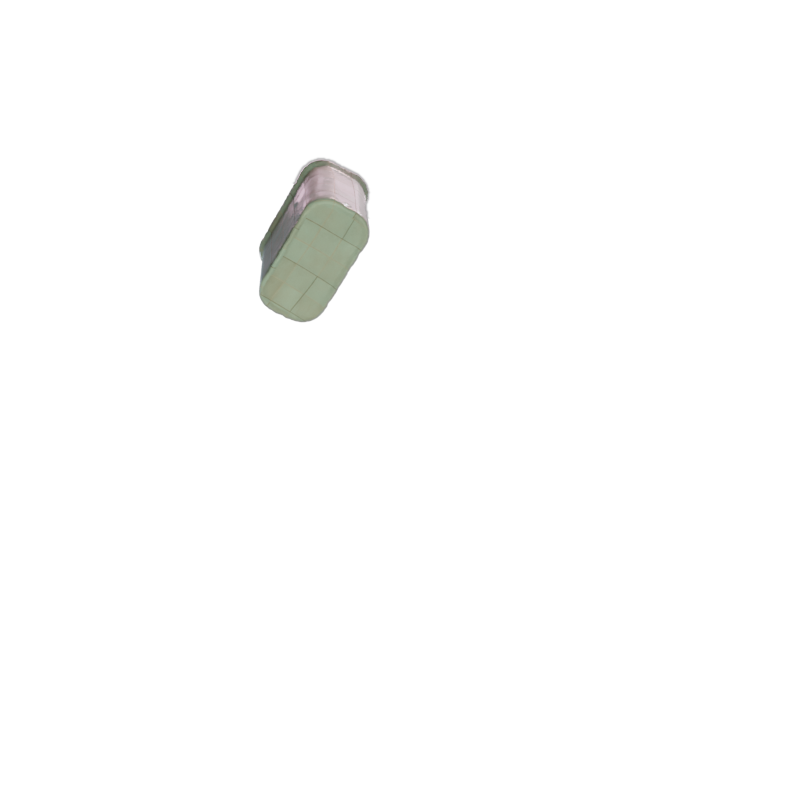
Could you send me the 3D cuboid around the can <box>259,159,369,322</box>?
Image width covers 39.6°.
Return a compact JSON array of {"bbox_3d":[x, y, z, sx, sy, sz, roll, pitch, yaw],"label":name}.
[{"bbox_3d":[-0.065,-0.118,0.826,0.056,0.099,0.088,27,21,-15],"label":"can"}]
